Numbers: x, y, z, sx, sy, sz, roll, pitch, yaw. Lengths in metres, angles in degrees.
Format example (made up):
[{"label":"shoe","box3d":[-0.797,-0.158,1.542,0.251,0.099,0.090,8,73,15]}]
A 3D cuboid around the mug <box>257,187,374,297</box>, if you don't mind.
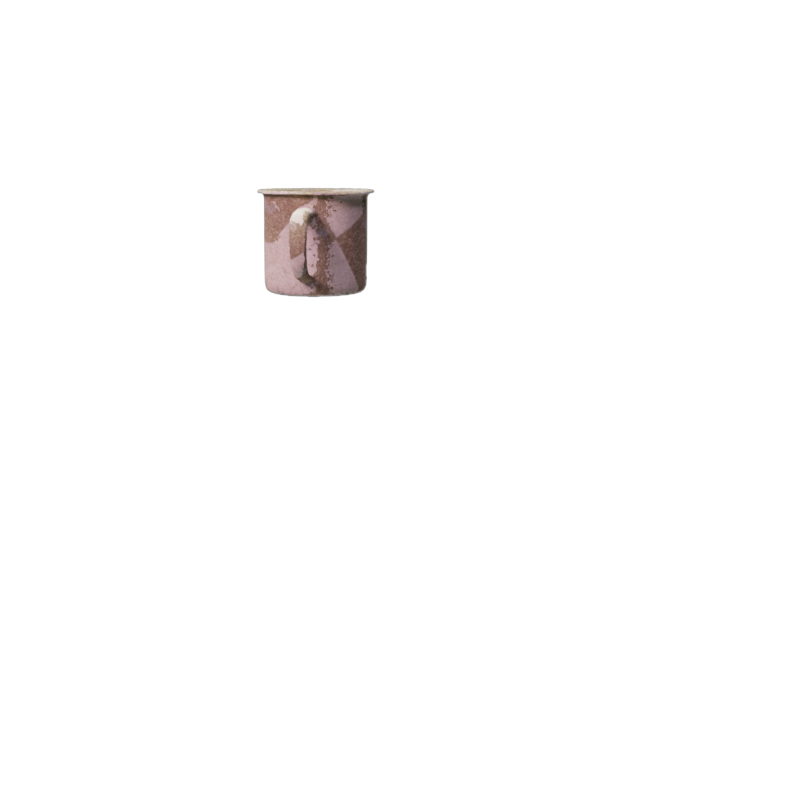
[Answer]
[{"label":"mug","box3d":[-0.068,-0.124,0.869,0.094,0.080,0.118,1,10,6]}]
